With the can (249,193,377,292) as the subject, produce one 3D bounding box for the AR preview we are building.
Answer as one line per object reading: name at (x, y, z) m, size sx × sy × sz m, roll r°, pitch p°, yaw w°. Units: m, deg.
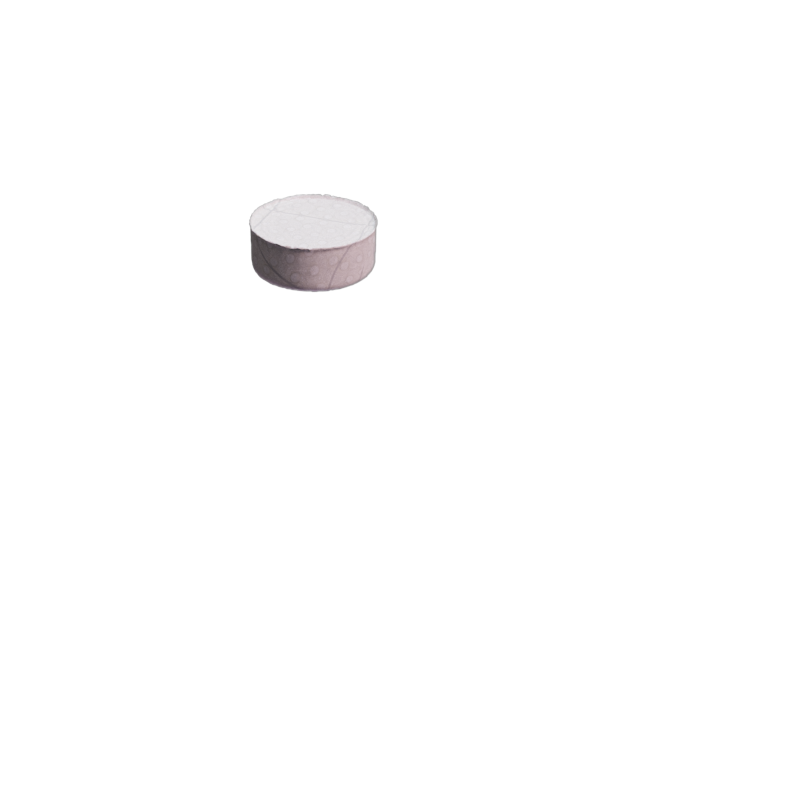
can at (-0.058, -0.106, 0.745) m, size 0.086 × 0.032 × 0.091 m, roll -1°, pitch 32°, yaw -2°
